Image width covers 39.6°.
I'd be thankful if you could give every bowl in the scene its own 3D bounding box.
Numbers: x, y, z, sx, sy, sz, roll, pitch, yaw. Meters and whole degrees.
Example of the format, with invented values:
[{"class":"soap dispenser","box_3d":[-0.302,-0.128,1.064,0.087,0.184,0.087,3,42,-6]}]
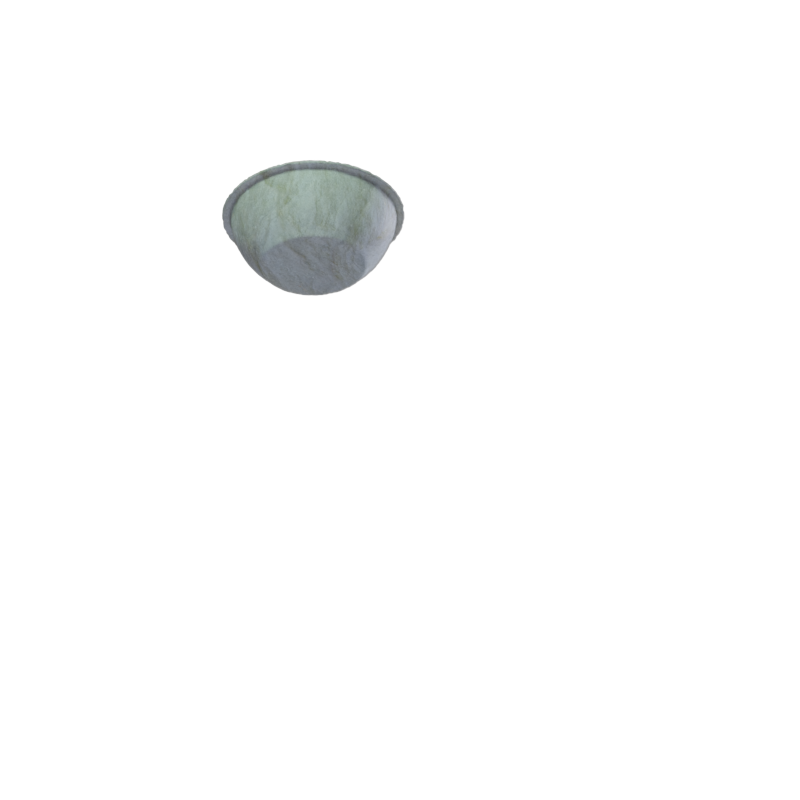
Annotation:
[{"class":"bowl","box_3d":[-0.076,-0.139,0.970,0.162,0.059,0.152,1,-30,-2]}]
